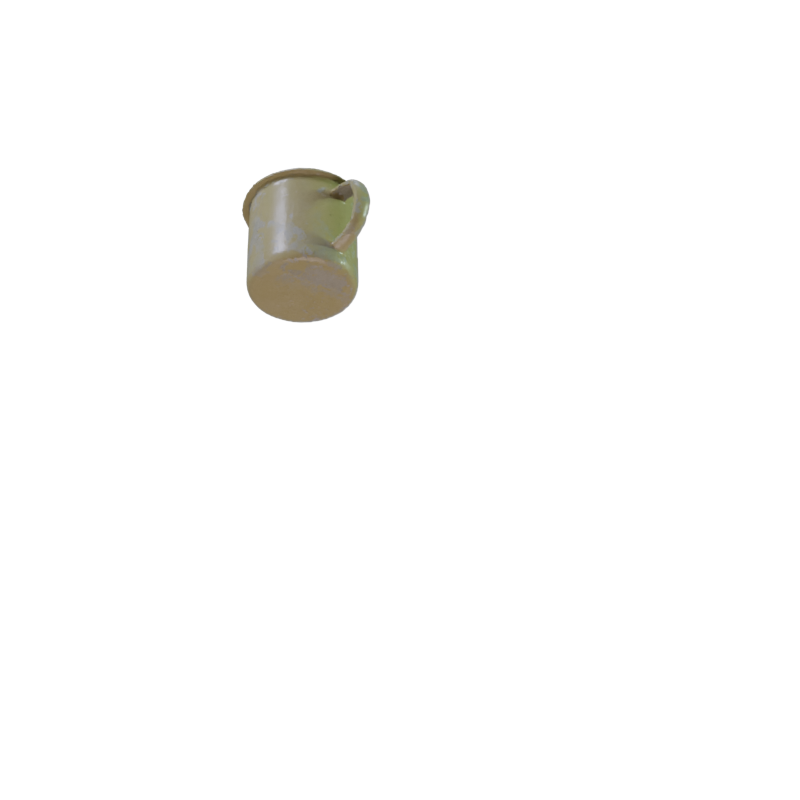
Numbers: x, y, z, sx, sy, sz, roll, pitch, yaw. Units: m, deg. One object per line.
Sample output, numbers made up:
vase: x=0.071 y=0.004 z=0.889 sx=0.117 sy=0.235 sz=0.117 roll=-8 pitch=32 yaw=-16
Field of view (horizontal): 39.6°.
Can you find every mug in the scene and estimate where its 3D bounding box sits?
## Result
mug: x=-0.064 y=-0.117 z=0.818 sx=0.087 sy=0.087 sz=0.116 roll=30 pitch=-47 yaw=-34
